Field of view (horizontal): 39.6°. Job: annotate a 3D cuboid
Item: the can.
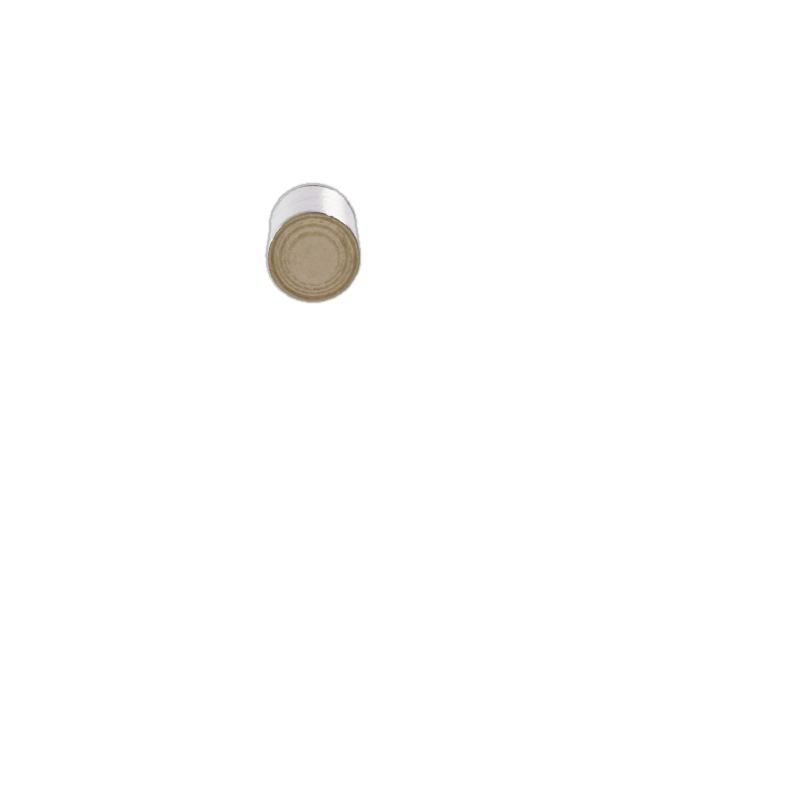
[{"bbox_3d":[-0.064,-0.118,0.823,0.068,0.066,0.106,0,19,-3],"label":"can"}]
